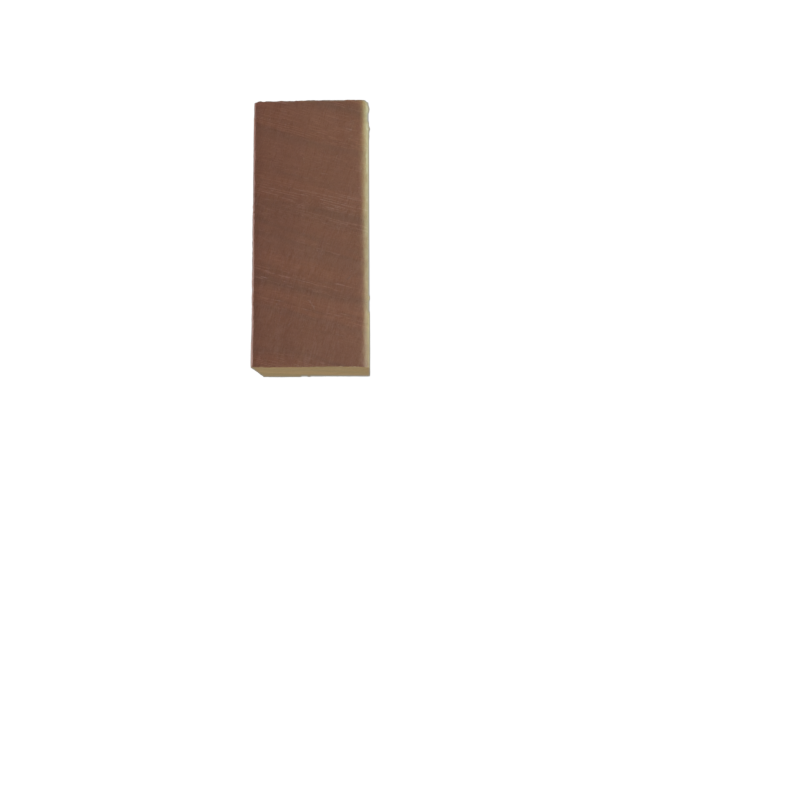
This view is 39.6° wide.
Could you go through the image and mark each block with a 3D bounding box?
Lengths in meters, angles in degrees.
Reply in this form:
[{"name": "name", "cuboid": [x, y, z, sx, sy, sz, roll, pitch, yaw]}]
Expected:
[{"name": "block", "cuboid": [-0.068, -0.125, 0.877, 0.090, 0.212, 0.088, -1, -10, 1]}]
